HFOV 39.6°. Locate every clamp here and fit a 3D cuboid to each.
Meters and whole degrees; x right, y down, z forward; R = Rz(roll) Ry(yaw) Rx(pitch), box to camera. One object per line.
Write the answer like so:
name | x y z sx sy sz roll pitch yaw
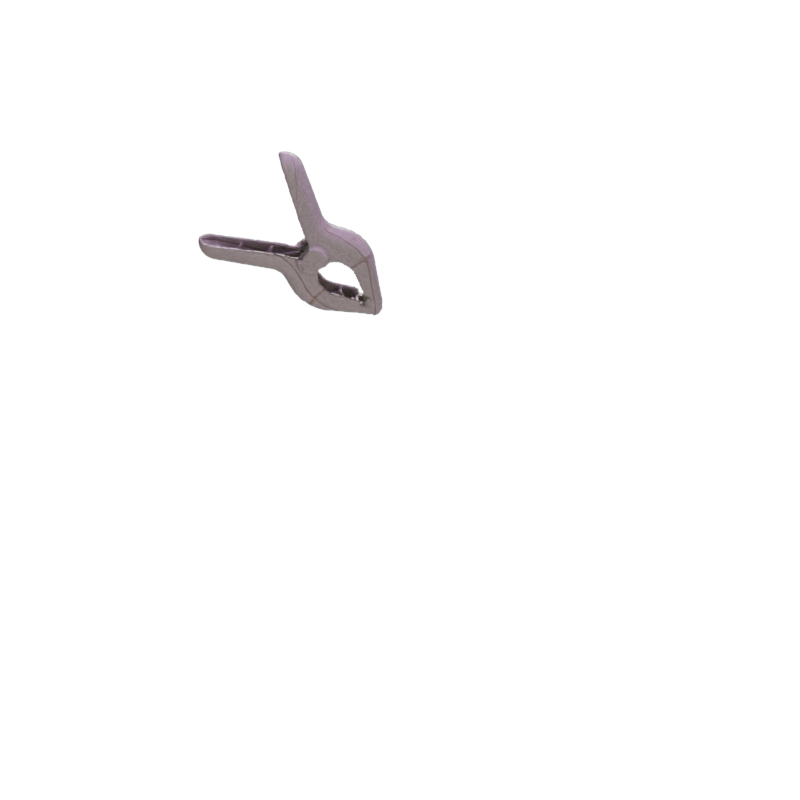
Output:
clamp | -0.076 -0.138 0.967 0.164 0.117 0.042 28 33 -20
